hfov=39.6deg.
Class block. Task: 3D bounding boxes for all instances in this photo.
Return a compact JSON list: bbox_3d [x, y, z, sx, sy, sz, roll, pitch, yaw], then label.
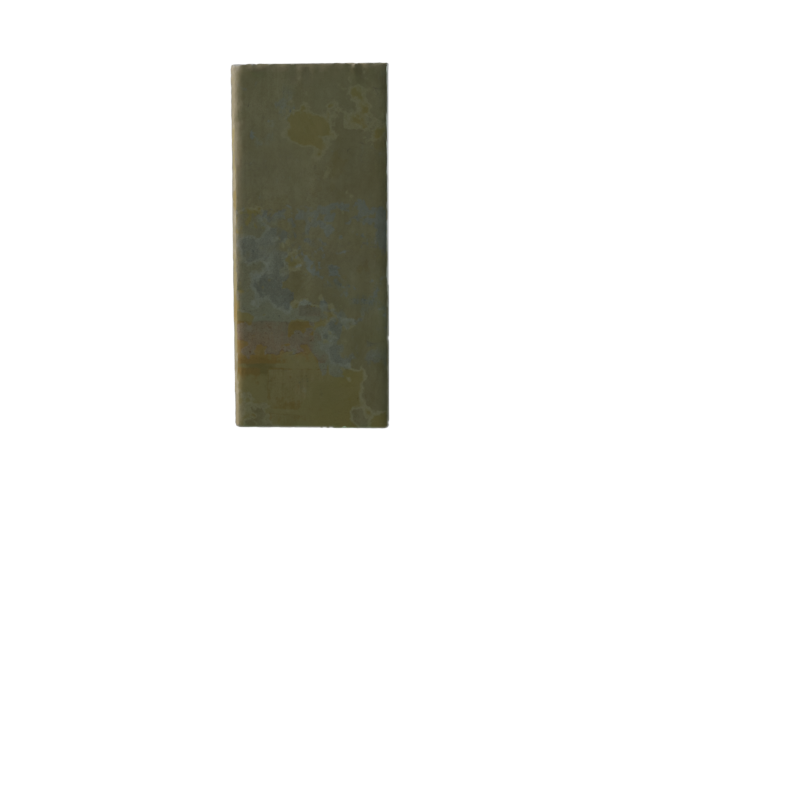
[{"bbox_3d":[-0.052,-0.095,0.666,0.091,0.204,0.091,0,5,0],"label":"block"}]
